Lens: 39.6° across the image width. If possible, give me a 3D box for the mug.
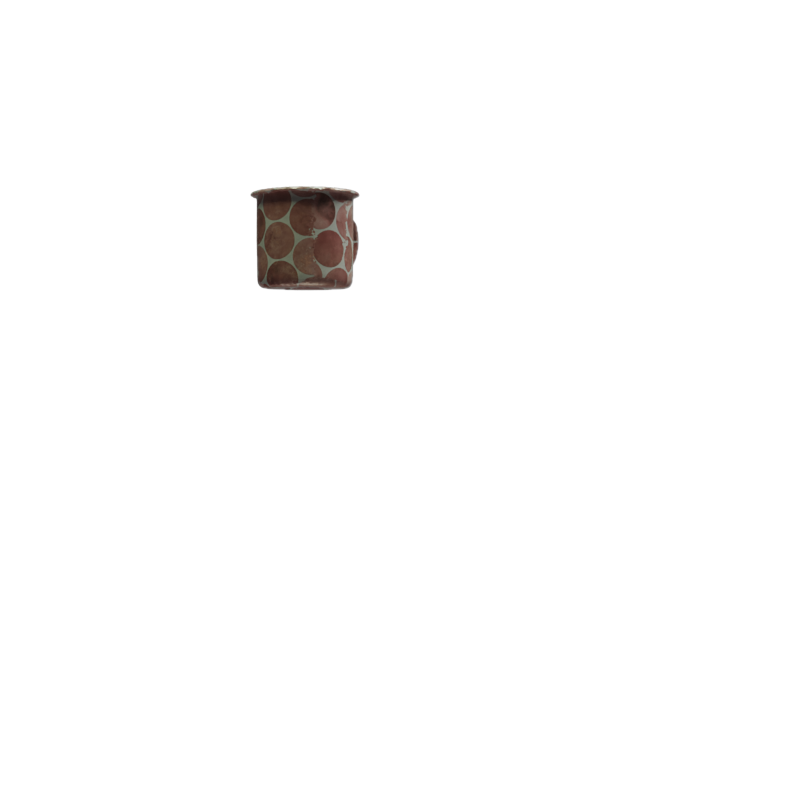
[{"bbox_3d":[-0.075,-0.136,0.953,0.096,0.082,0.113,0,0,33],"label":"mug"}]
